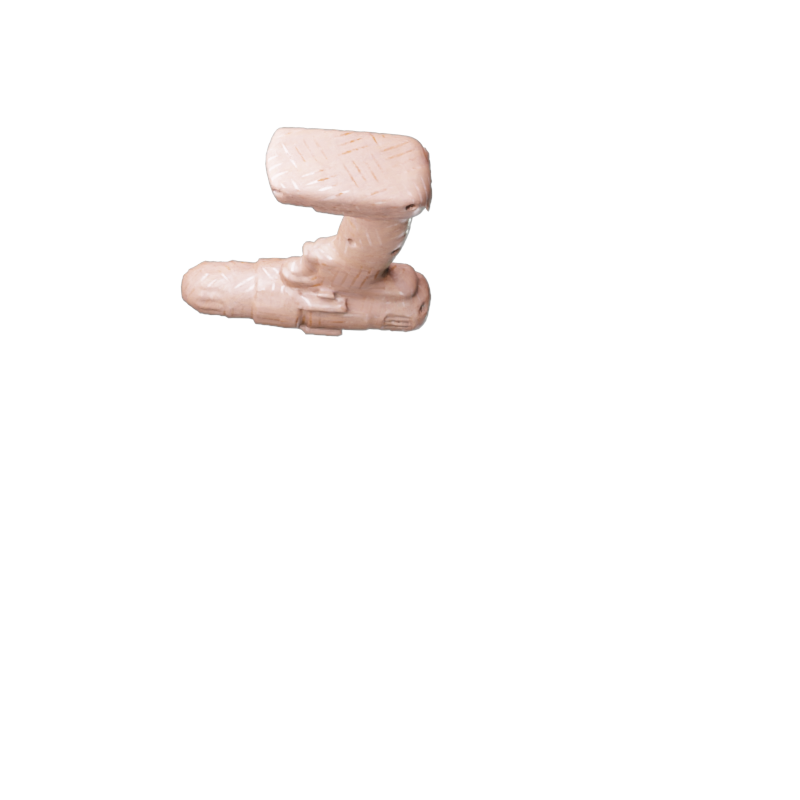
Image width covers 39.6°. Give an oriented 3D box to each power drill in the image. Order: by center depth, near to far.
[{"bbox_3d":[-0.060,-0.109,0.766,0.183,0.061,0.178,3,-27,-6],"label":"power drill"}]
